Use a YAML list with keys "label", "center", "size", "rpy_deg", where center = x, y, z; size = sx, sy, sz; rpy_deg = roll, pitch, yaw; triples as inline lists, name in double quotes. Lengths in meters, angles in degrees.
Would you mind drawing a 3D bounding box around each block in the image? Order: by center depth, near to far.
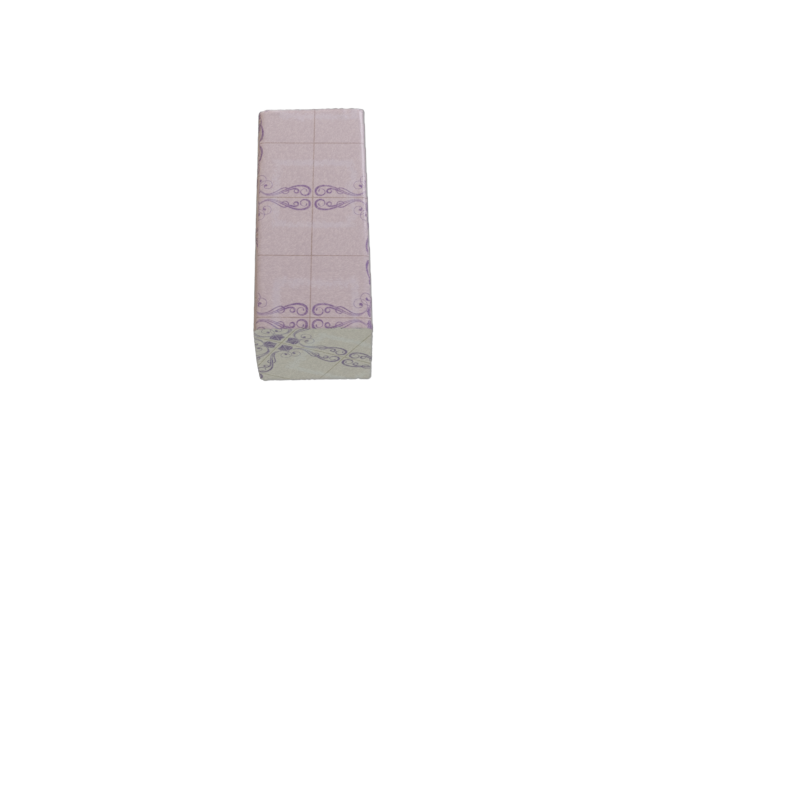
- label: "block"
  center: [-0.071, -0.129, 0.901]
  size: [0.091, 0.220, 0.085]
  rpy_deg: [-1, -30, -1]
